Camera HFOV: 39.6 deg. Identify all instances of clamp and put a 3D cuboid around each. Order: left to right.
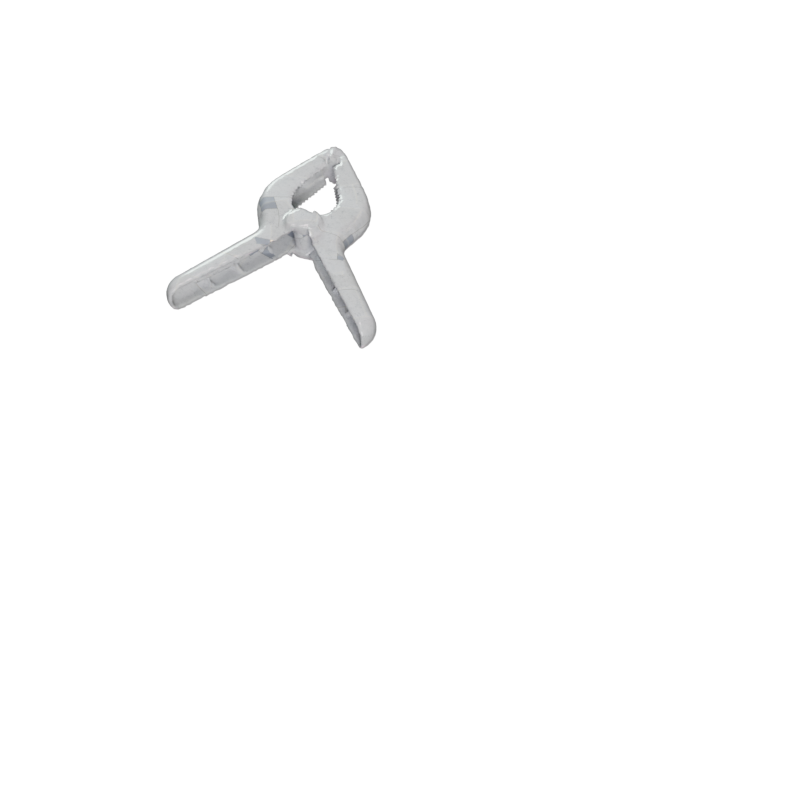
[{"bbox_3d":[-0.070,-0.128,0.895,0.169,0.219,0.034,16,-41,14],"label":"clamp"}]
